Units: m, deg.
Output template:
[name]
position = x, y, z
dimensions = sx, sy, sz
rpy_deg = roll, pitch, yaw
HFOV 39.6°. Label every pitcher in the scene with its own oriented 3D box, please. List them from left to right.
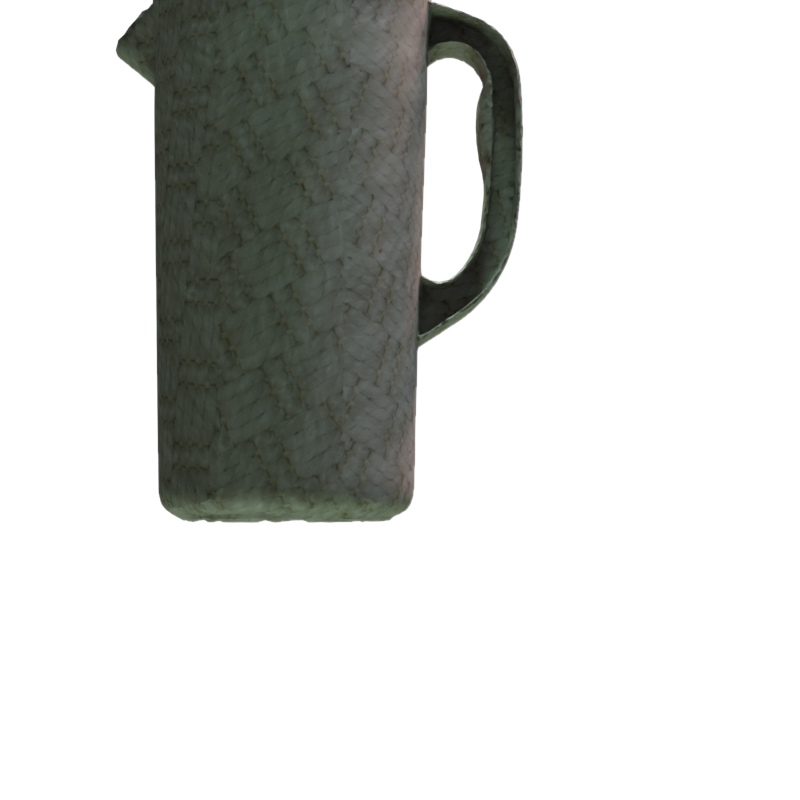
[pitcher]
position = -0.039, -0.071, 0.497
dimensions = 0.137, 0.251, 0.152
rpy_deg = 12, -18, -44
